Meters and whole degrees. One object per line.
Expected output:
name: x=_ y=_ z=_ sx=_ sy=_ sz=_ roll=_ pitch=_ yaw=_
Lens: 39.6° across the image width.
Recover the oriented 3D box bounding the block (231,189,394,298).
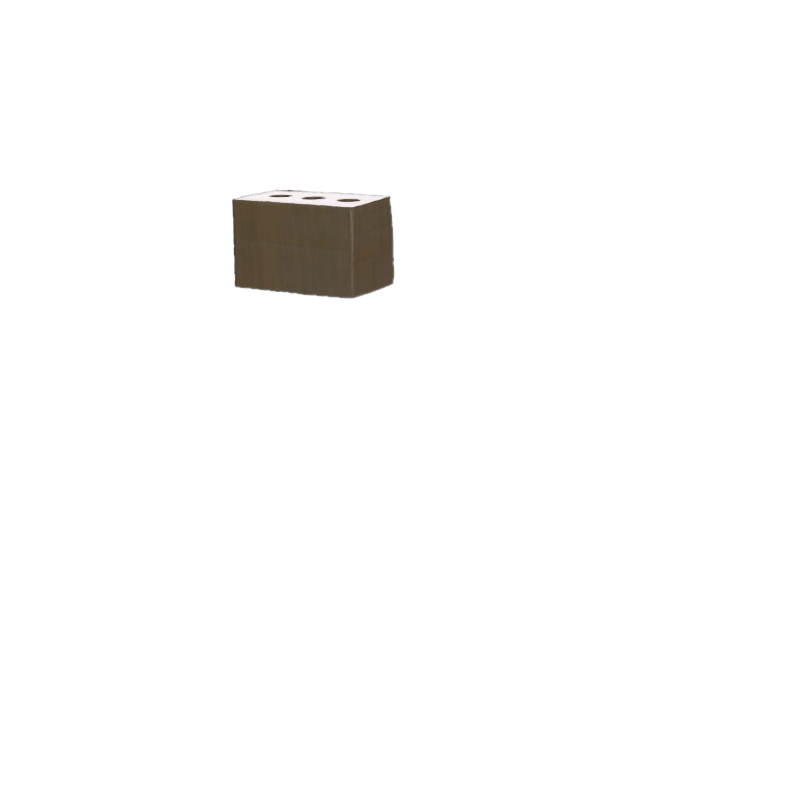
block: x=-0.049 y=-0.089 z=0.623 sx=0.081 sy=0.050 sz=0.052 roll=7 pitch=14 yaw=25
